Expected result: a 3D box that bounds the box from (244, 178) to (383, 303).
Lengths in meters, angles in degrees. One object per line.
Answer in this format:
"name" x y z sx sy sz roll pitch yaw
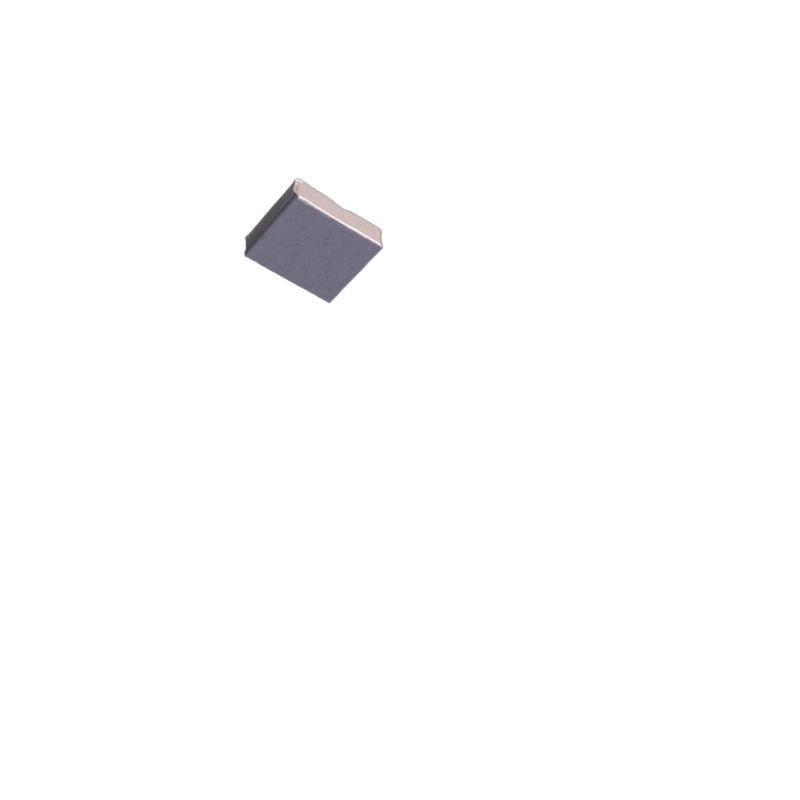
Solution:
"box" -0.070 -0.128 0.898 0.085 0.032 0.071 30 -57 -23
